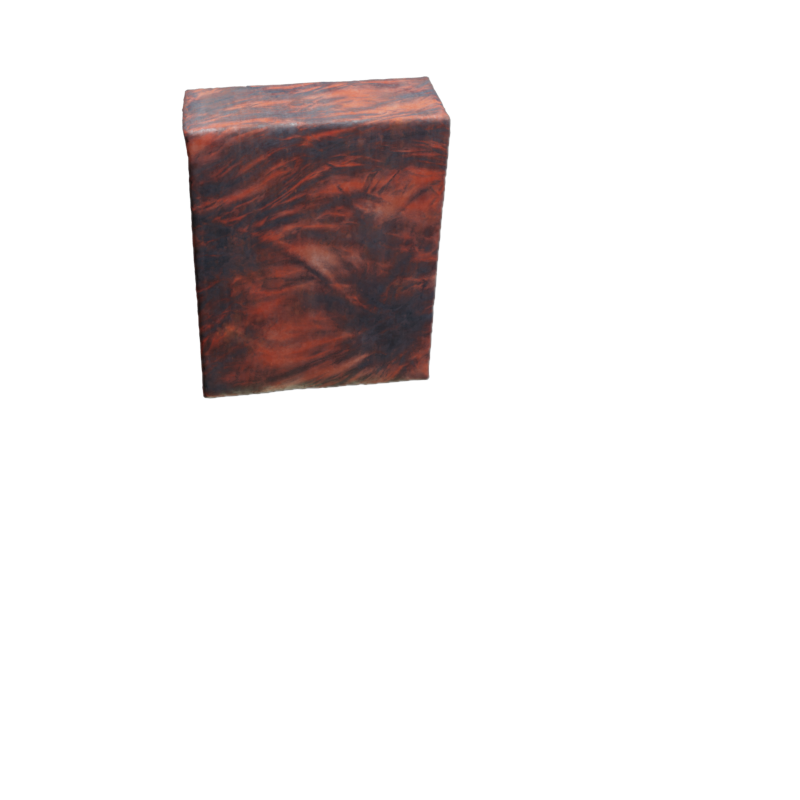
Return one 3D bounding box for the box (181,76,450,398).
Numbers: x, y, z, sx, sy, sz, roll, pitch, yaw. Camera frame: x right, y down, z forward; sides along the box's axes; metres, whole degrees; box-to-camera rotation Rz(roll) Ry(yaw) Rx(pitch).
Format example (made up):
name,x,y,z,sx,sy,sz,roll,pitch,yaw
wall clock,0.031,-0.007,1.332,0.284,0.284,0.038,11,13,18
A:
name,x,y,z,sx,sy,sz,roll,pitch,yaw
box,-0.059,-0.107,0.750,0.163,0.200,0.077,-4,37,-7
